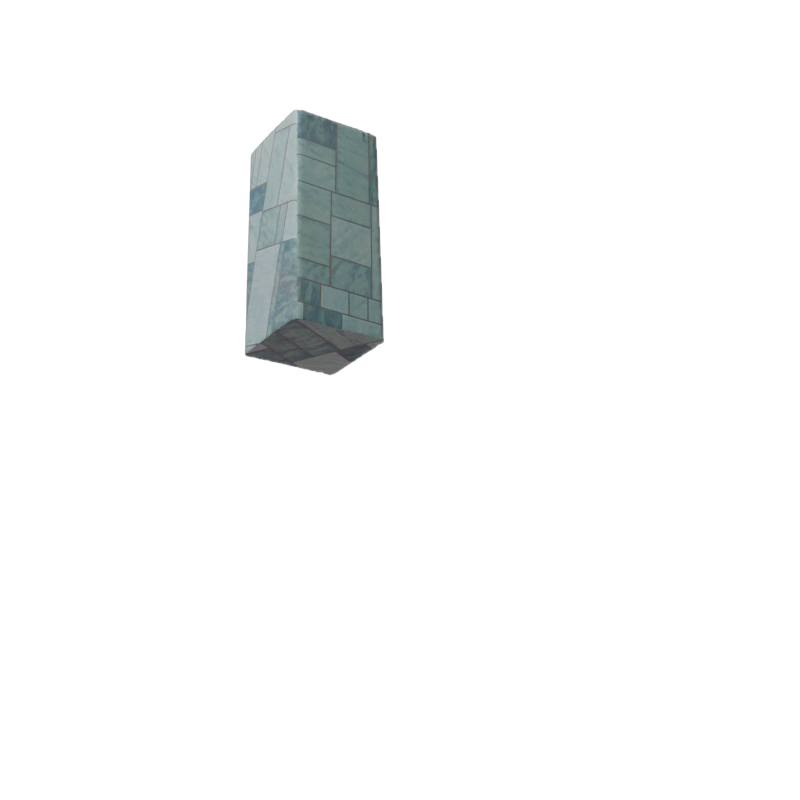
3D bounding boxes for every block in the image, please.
[{"bbox_3d":[-0.077,-0.141,0.984,0.086,0.219,0.089,15,-31,-30],"label":"block"}]
